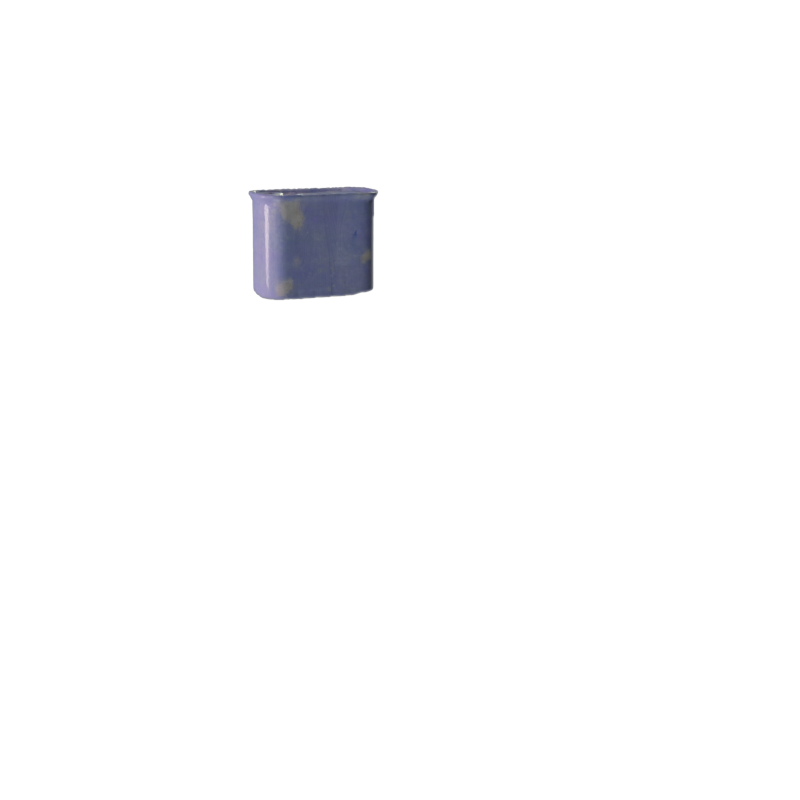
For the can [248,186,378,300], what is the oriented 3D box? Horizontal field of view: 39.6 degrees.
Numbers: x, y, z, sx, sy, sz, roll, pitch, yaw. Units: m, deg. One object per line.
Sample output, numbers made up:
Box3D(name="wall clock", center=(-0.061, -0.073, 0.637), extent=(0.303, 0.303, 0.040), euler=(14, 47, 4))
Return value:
Box3D(name="can", center=(-0.070, -0.128, 0.898), extent=(0.100, 0.082, 0.060), euler=(-4, 11, -21))
